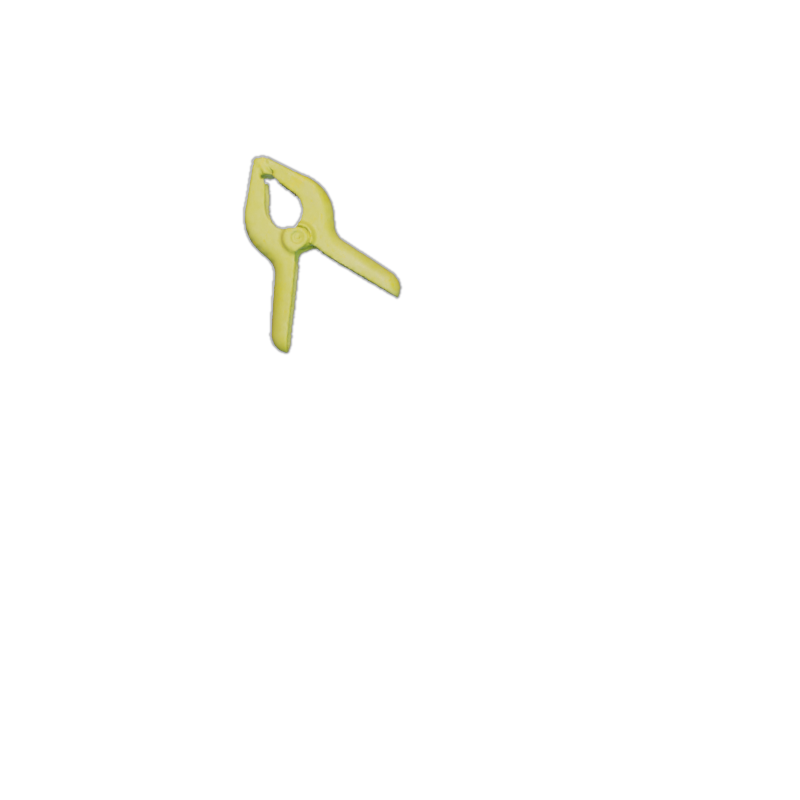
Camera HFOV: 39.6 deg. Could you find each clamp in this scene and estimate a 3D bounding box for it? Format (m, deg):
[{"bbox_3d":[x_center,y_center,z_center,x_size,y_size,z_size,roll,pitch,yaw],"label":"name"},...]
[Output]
[{"bbox_3d":[-0.076,-0.138,0.968,0.120,0.175,0.038,-18,-7,-3],"label":"clamp"}]
